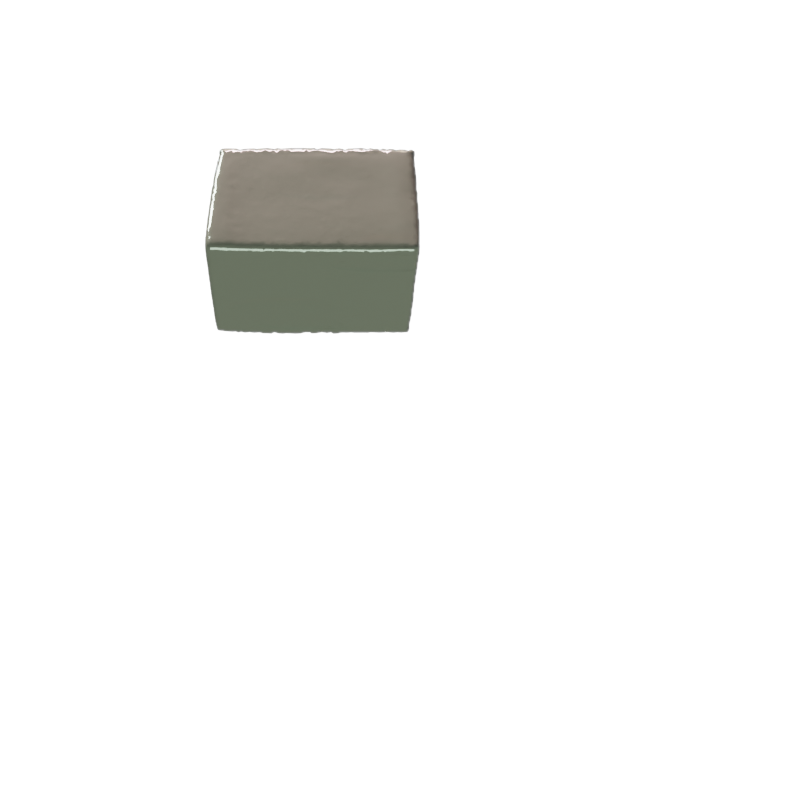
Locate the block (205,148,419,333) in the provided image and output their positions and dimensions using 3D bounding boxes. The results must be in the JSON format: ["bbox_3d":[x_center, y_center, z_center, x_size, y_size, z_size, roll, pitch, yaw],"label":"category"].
[{"bbox_3d":[-0.034,-0.061,0.429,0.078,0.055,0.049,0,-37,-2],"label":"block"}]
